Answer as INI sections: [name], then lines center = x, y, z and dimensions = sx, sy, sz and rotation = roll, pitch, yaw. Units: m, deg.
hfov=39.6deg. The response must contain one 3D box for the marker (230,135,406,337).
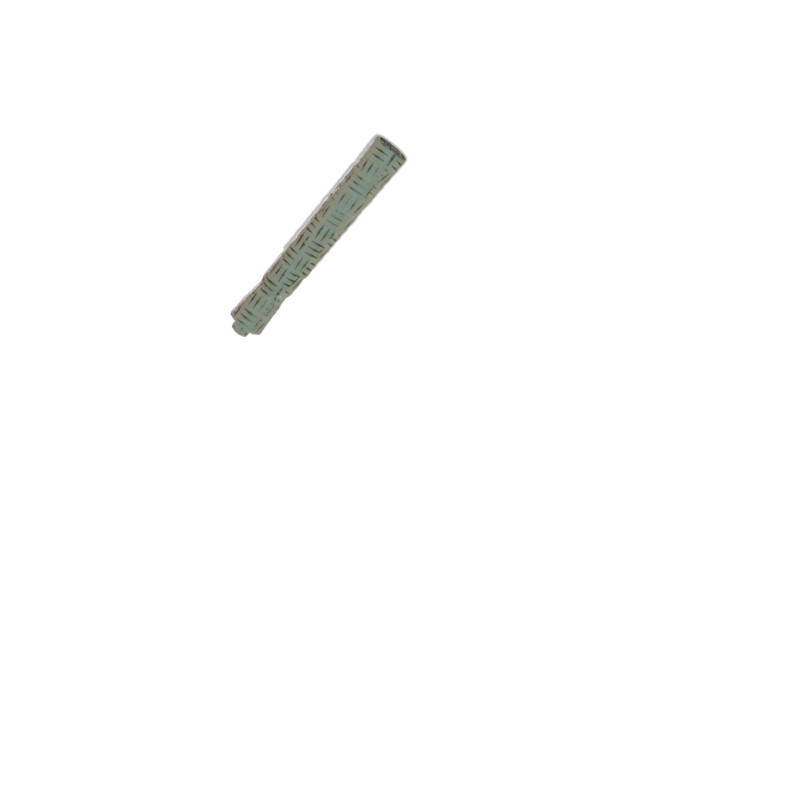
[marker]
center = -0.042, -0.077, 0.541
dimensions = 0.019, 0.119, 0.021
rotation = 37, 16, -16
